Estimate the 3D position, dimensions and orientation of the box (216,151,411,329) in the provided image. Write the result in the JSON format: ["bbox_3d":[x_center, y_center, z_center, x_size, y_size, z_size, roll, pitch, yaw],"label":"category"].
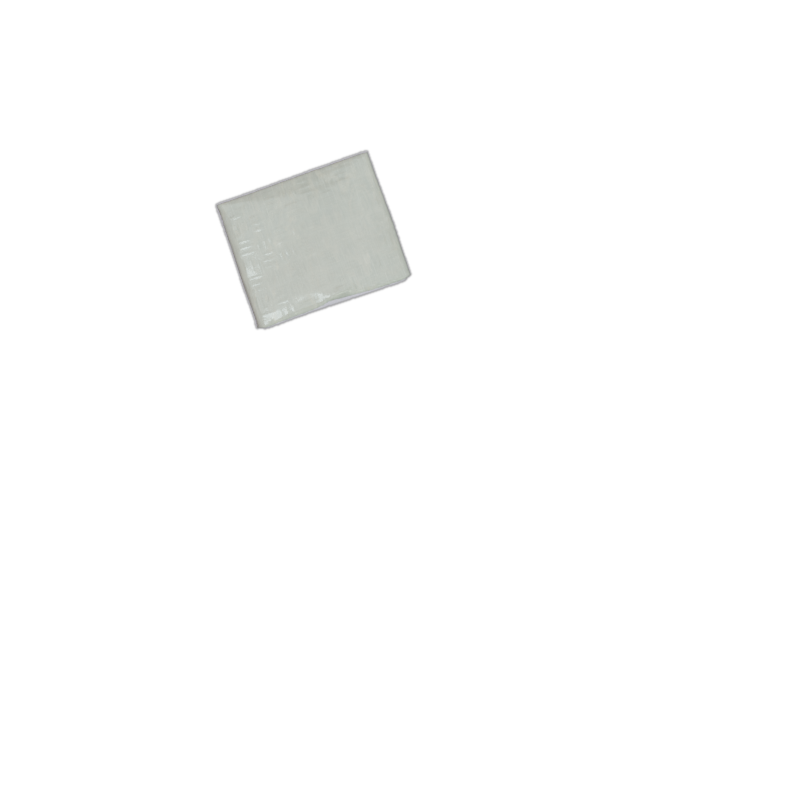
[{"bbox_3d":[-0.048,-0.087,0.608,0.089,0.074,0.030,-19,-4,-2],"label":"box"}]
